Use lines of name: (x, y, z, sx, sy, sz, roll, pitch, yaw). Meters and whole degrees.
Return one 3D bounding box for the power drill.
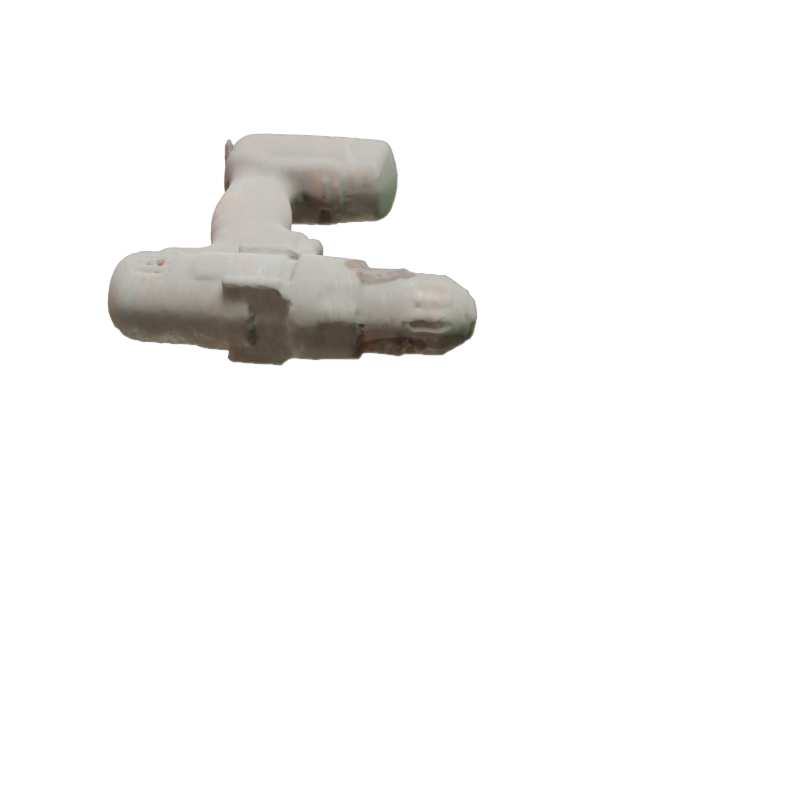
power drill: (-0.048, -0.087, 0.610, 0.187, 0.054, 0.197, 4, 32, 7)
